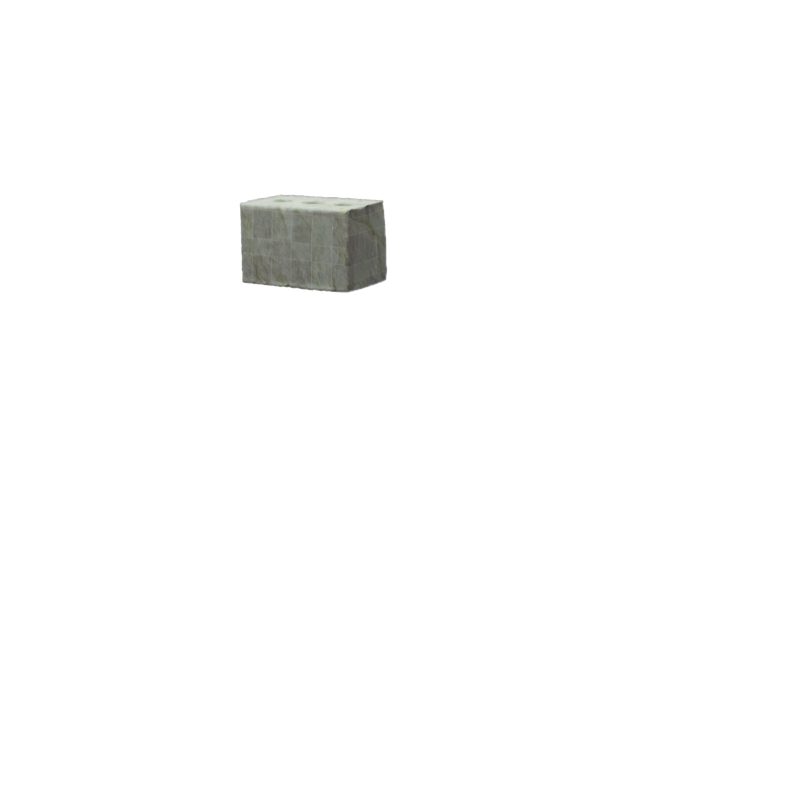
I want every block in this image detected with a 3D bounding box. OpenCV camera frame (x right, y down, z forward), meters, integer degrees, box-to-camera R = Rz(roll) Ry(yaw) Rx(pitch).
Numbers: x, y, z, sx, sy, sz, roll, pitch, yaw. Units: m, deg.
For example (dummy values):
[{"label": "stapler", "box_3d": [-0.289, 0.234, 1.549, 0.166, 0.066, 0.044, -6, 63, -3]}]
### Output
[{"label": "block", "box_3d": [-0.054, -0.098, 0.689, 0.081, 0.050, 0.052, 7, 14, 26]}]
